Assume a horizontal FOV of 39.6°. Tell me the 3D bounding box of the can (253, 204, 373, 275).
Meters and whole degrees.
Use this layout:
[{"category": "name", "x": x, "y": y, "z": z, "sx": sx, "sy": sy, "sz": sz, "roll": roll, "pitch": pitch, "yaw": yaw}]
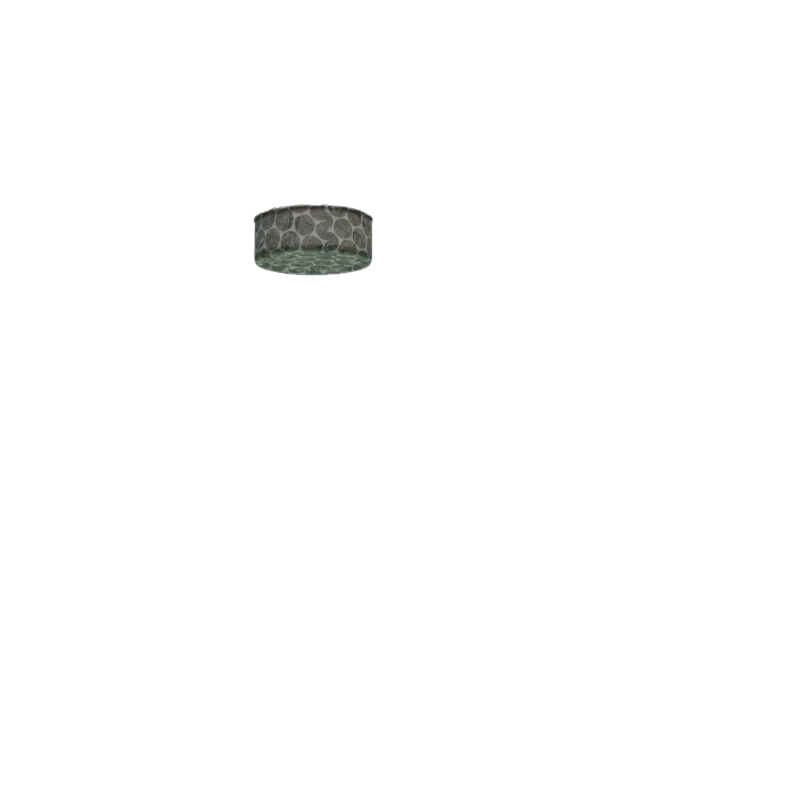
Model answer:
[{"category": "can", "x": -0.062, "y": -0.113, "z": 0.794, "sx": 0.086, "sy": 0.034, "sz": 0.084, "roll": 0, "pitch": -6, "yaw": -2}]
